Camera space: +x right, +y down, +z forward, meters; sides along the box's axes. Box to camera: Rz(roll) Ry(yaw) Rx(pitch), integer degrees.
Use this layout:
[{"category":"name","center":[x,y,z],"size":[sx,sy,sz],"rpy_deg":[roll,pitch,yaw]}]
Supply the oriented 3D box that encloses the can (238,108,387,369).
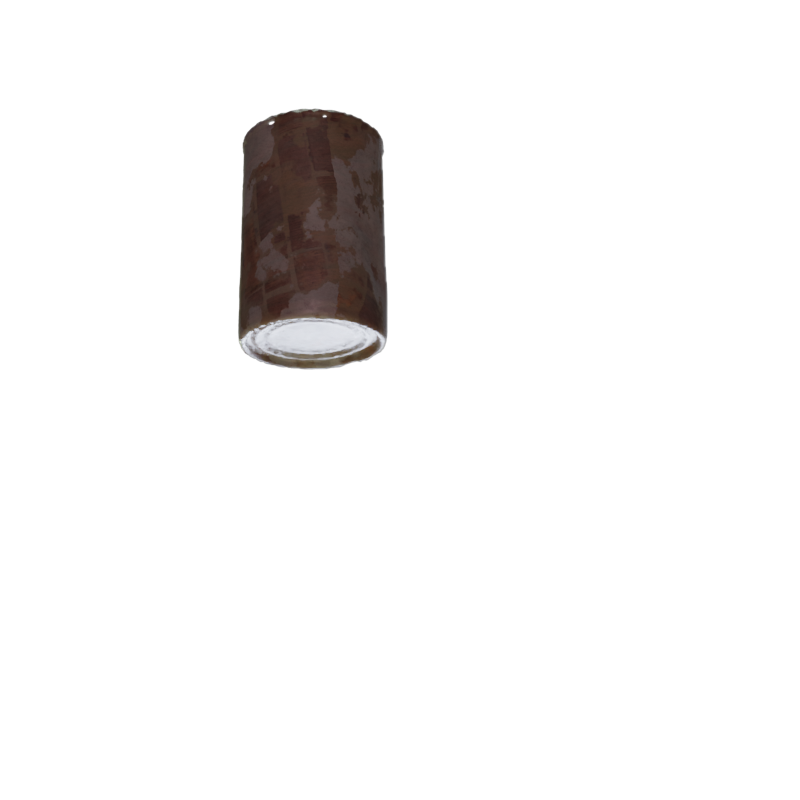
[{"category":"can","center":[-0.040,-0.073,0.511],"size":[0.068,0.108,0.065],"rpy_deg":[0,-23,-2]}]
